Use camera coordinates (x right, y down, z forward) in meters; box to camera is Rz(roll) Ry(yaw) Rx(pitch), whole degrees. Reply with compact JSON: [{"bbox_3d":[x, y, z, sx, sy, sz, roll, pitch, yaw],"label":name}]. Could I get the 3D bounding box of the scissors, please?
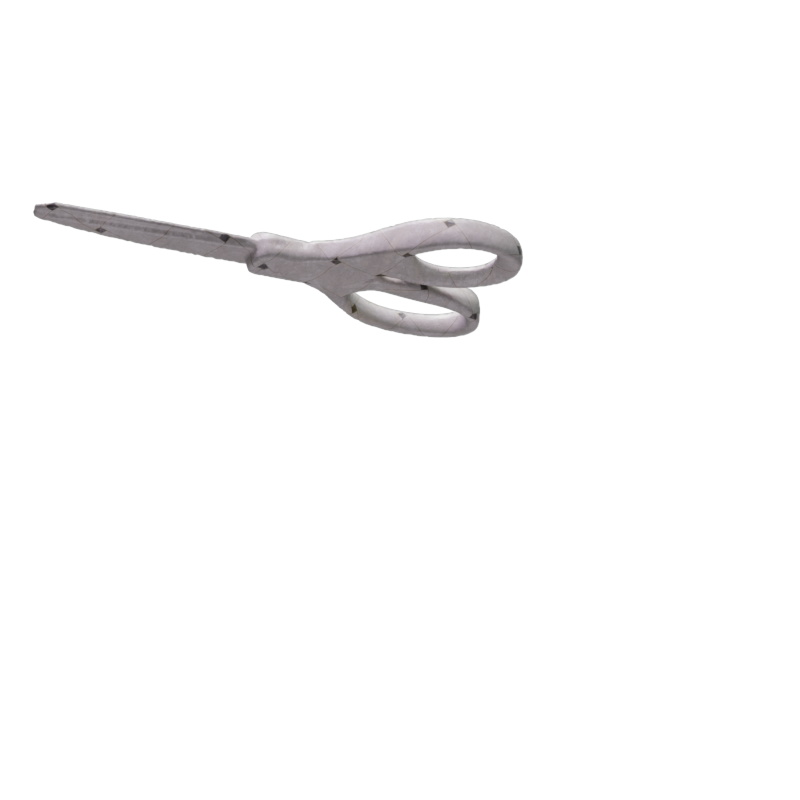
[{"bbox_3d":[-0.035,-0.064,0.448,0.191,0.017,0.096,17,-29,-34],"label":"scissors"}]
